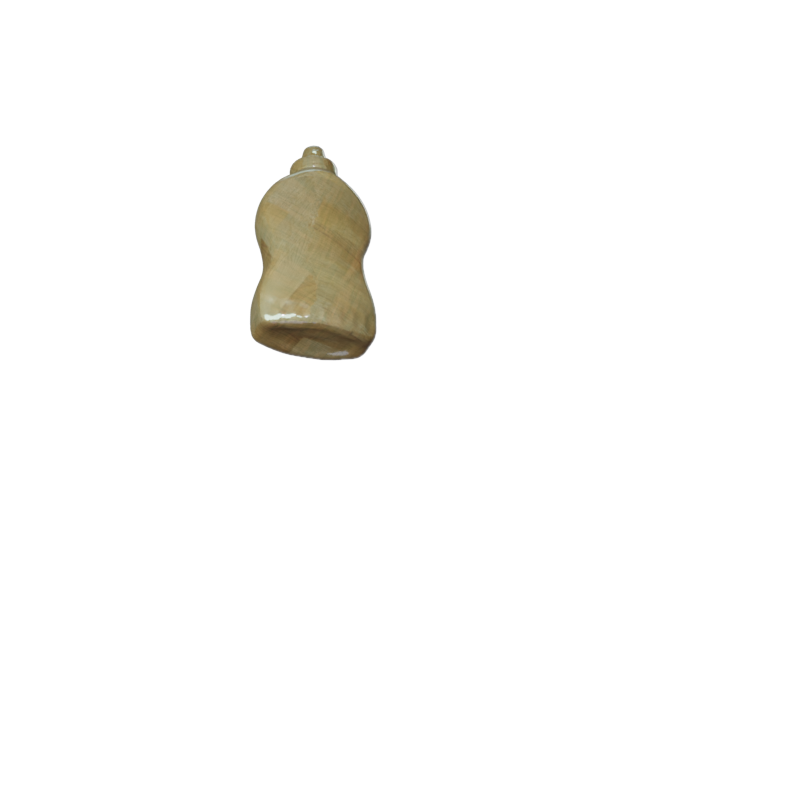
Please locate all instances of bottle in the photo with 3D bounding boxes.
[{"bbox_3d":[-0.071,-0.129,0.903,0.094,0.205,0.056,8,-35,-15],"label":"bottle"}]
